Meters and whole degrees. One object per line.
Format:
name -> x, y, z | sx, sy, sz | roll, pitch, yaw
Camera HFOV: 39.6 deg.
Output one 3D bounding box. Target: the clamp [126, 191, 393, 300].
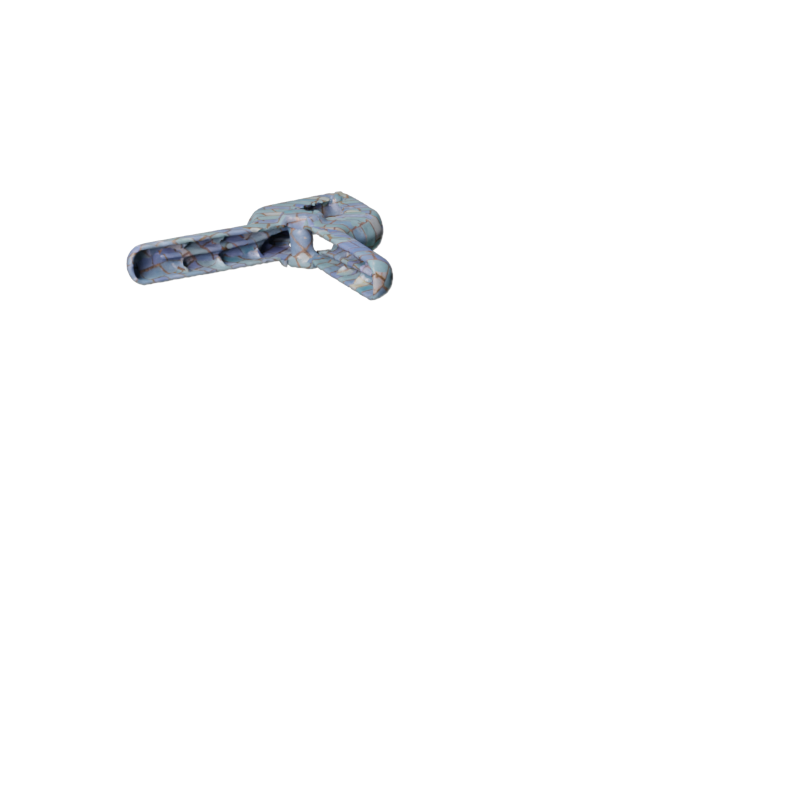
clamp -> -0.057, -0.104, 0.731 | 0.170, 0.035, 0.211 | 8, 22, 20
